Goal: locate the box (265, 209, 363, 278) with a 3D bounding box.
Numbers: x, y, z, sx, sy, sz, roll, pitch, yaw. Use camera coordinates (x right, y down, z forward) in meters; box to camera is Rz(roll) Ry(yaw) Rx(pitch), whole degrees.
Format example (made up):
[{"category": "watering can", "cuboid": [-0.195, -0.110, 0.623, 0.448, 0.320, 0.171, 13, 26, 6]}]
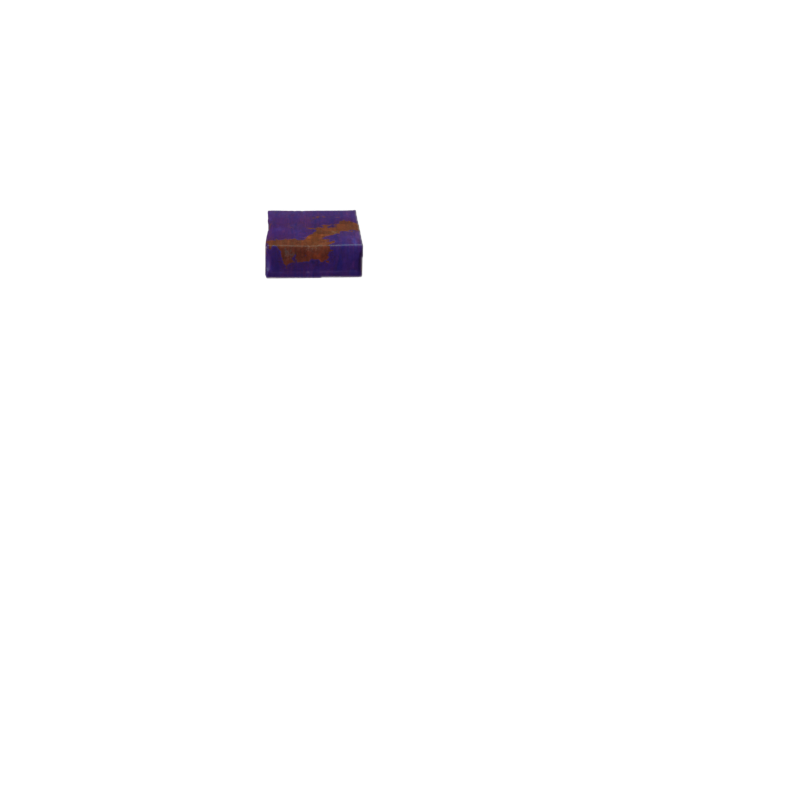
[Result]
[{"category": "box", "cuboid": [-0.068, -0.123, 0.864, 0.073, 0.029, 0.094, -1, 26, -3]}]
